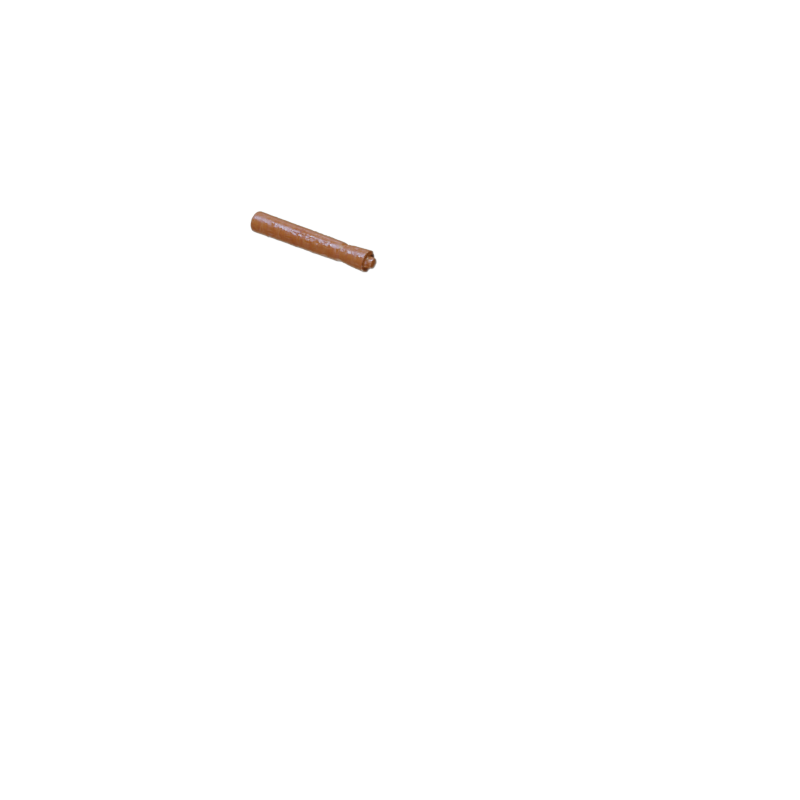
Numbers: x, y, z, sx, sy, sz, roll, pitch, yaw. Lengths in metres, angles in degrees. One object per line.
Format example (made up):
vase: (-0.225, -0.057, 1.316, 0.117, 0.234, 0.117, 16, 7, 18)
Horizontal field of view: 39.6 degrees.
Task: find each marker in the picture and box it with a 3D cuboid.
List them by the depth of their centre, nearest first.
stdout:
marker: (-0.072, -0.132, 0.923, 0.128, 0.019, 0.019, 23, 15, 29)
